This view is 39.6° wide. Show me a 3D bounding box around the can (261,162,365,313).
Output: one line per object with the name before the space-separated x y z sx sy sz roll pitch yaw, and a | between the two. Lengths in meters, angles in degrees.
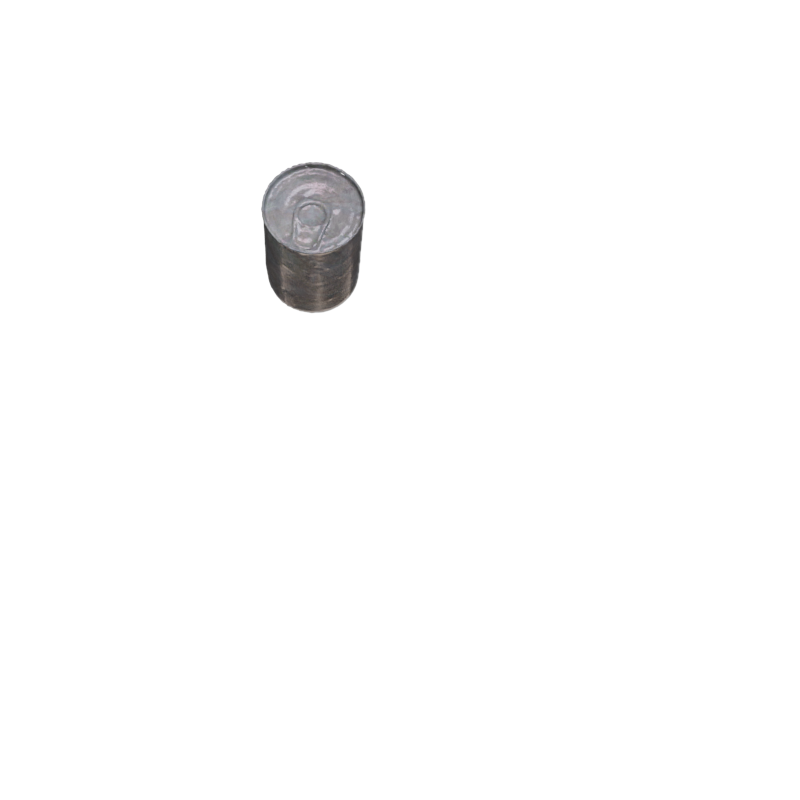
can | -0.060 -0.110 0.767 0.068 0.072 0.097 0 -22 -3
